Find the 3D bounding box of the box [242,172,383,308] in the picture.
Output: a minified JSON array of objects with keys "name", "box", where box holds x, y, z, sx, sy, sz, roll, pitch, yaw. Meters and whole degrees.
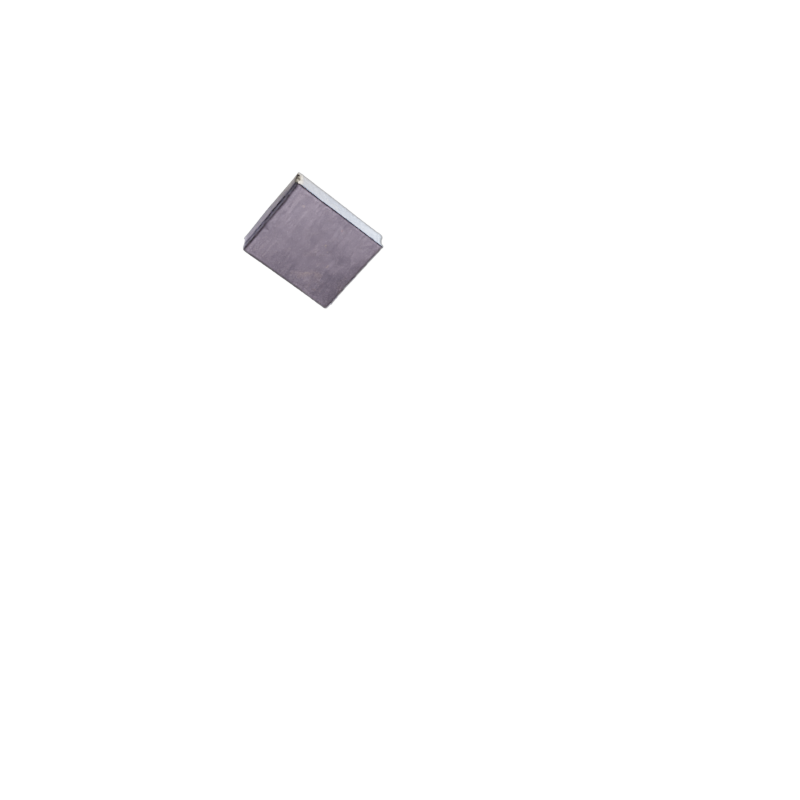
[{"name":"box","box":[-0.070,-0.127,0.891,0.086,0.072,0.032,36,20,-16]}]
